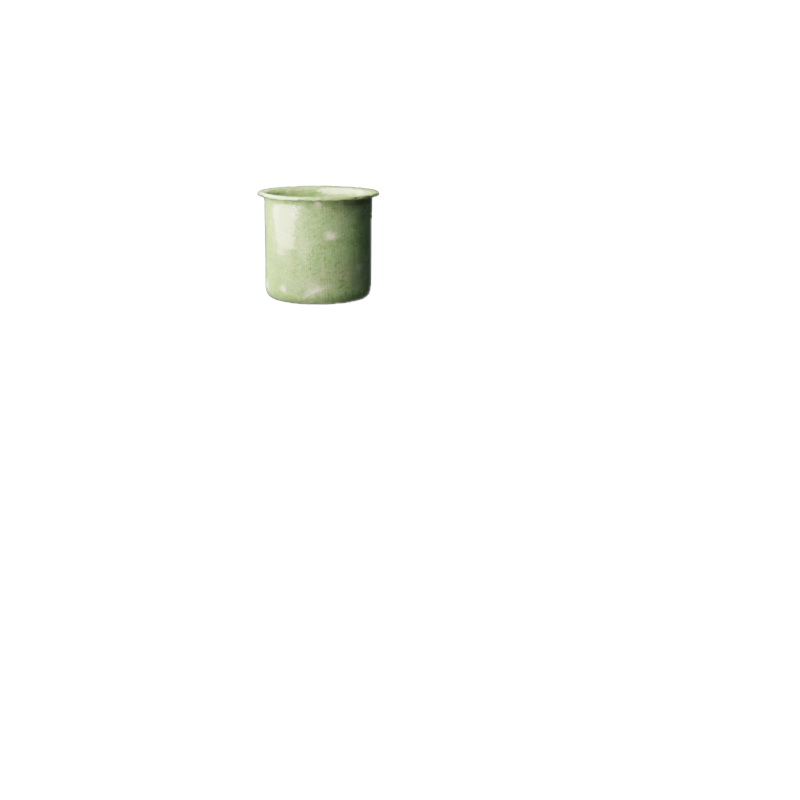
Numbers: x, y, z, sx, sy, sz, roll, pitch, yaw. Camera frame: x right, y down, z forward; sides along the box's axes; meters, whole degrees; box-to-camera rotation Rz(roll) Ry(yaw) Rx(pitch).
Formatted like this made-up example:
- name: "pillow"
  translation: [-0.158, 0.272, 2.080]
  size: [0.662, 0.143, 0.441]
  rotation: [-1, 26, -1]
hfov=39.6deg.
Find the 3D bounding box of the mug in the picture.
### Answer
- name: "mug"
  translation: [-0.067, -0.123, 0.861]
  size: [0.091, 0.079, 0.123]
  rotation: [-5, 15, -21]
